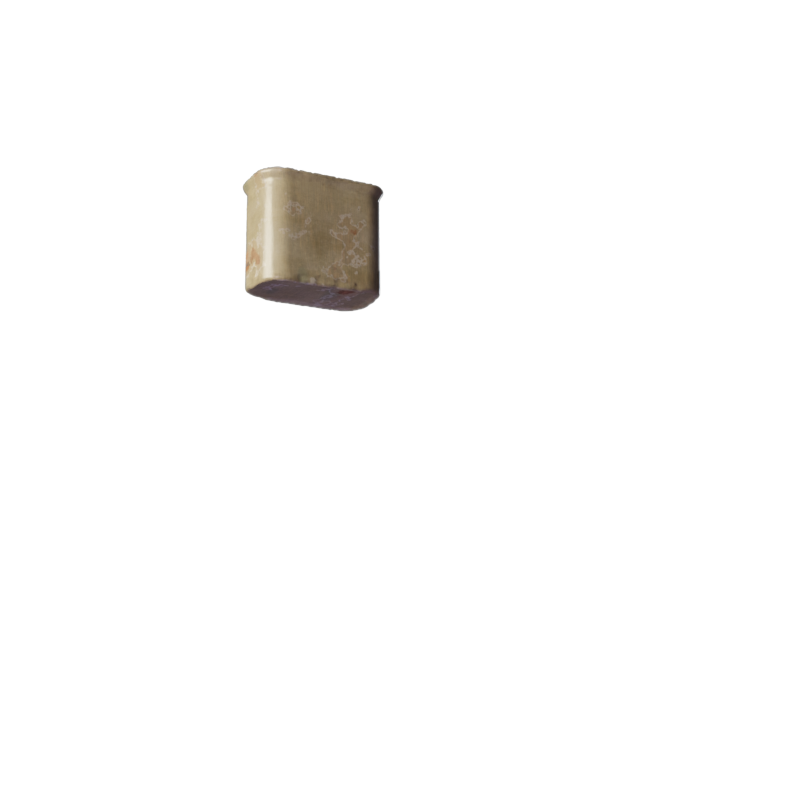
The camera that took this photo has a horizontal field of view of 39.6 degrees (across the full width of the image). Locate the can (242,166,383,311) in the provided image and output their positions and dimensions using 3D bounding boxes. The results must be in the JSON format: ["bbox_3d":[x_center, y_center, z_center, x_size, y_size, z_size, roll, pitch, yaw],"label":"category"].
[{"bbox_3d":[-0.063,-0.115,0.807,0.098,0.088,0.057,7,-19,-26],"label":"can"}]
